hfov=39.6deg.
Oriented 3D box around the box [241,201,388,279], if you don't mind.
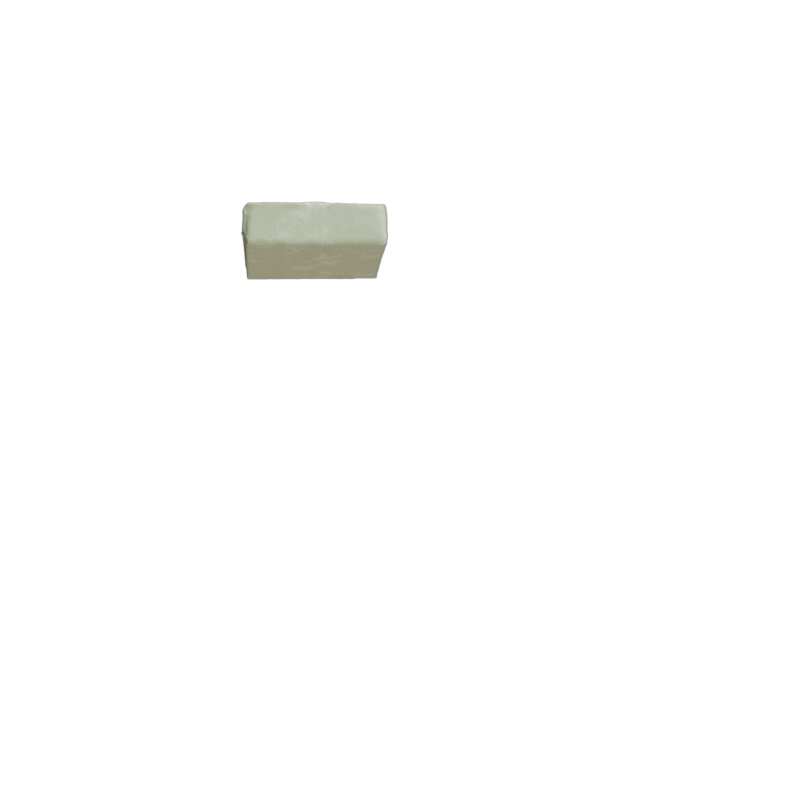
[{"bbox_3d":[-0.055,-0.101,0.705,0.089,0.031,0.071,1,-13,-3],"label":"box"}]
